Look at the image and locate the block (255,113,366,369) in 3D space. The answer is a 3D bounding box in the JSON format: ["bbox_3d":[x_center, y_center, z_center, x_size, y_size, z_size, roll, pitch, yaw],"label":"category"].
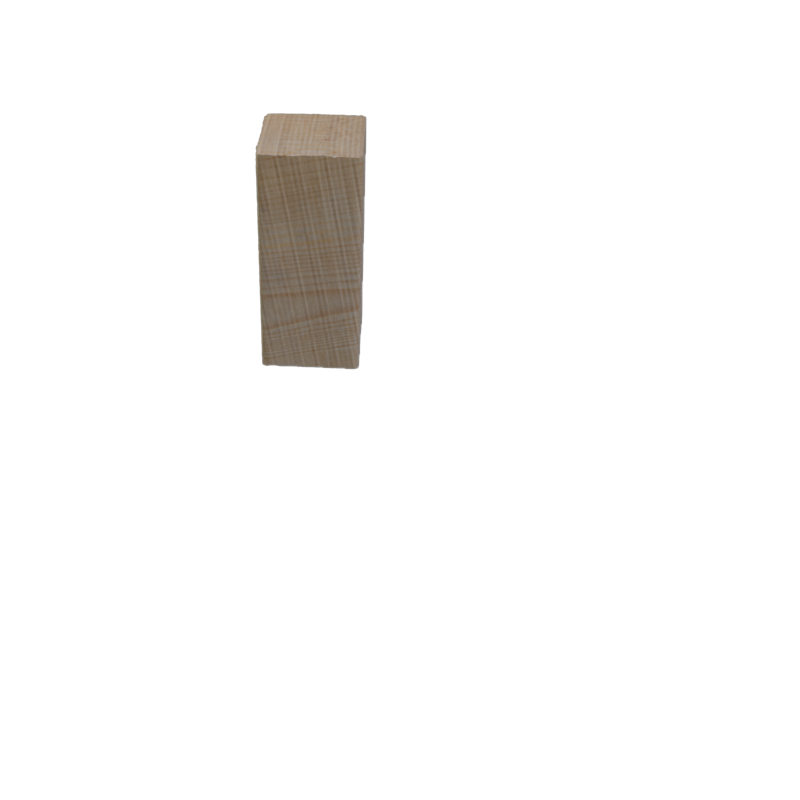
[{"bbox_3d":[-0.077,-0.139,0.973,0.090,0.194,0.096,2,32,0],"label":"block"}]
